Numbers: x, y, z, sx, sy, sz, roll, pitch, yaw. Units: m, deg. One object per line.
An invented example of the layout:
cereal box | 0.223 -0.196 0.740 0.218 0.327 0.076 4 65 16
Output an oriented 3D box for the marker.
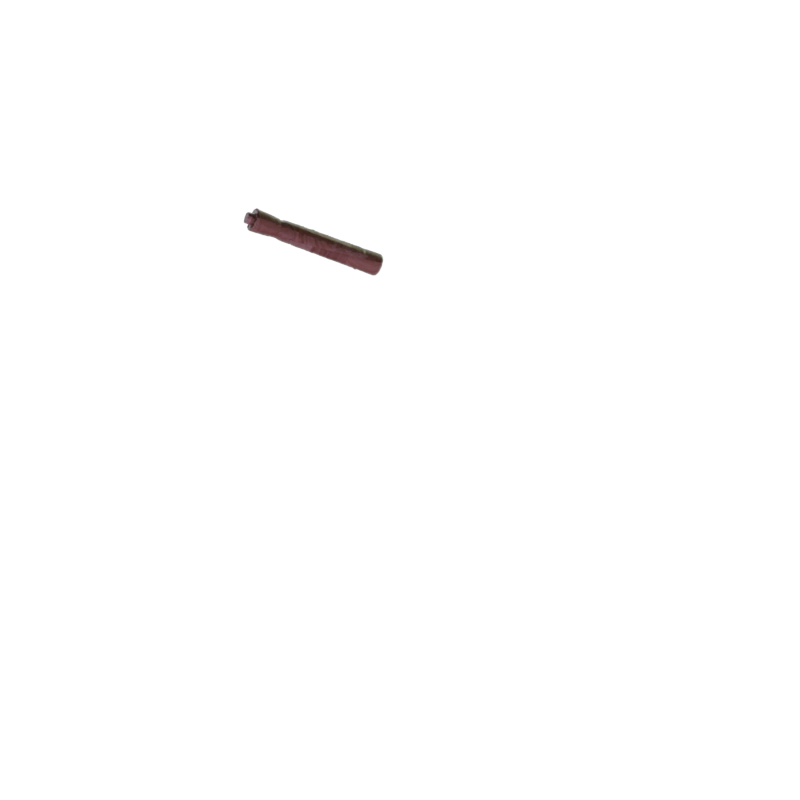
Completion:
marker | -0.070 -0.128 0.894 0.116 0.020 0.020 18 -3 -21
